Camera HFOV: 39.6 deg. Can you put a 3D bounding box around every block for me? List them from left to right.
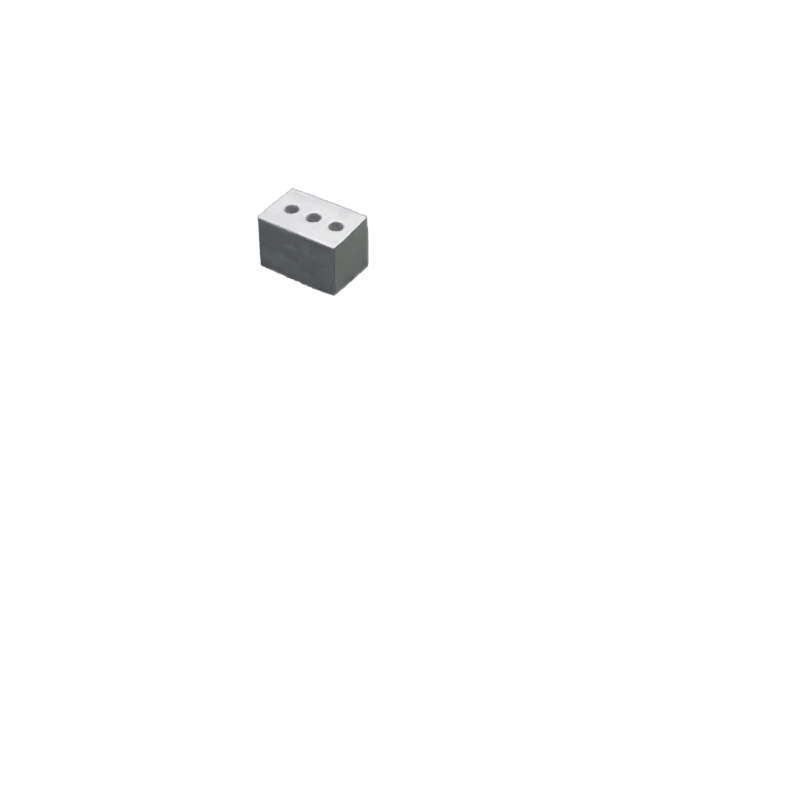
[{"bbox_3d":[-0.072,-0.130,0.914,0.082,0.048,0.054,23,45,24],"label":"block"}]
